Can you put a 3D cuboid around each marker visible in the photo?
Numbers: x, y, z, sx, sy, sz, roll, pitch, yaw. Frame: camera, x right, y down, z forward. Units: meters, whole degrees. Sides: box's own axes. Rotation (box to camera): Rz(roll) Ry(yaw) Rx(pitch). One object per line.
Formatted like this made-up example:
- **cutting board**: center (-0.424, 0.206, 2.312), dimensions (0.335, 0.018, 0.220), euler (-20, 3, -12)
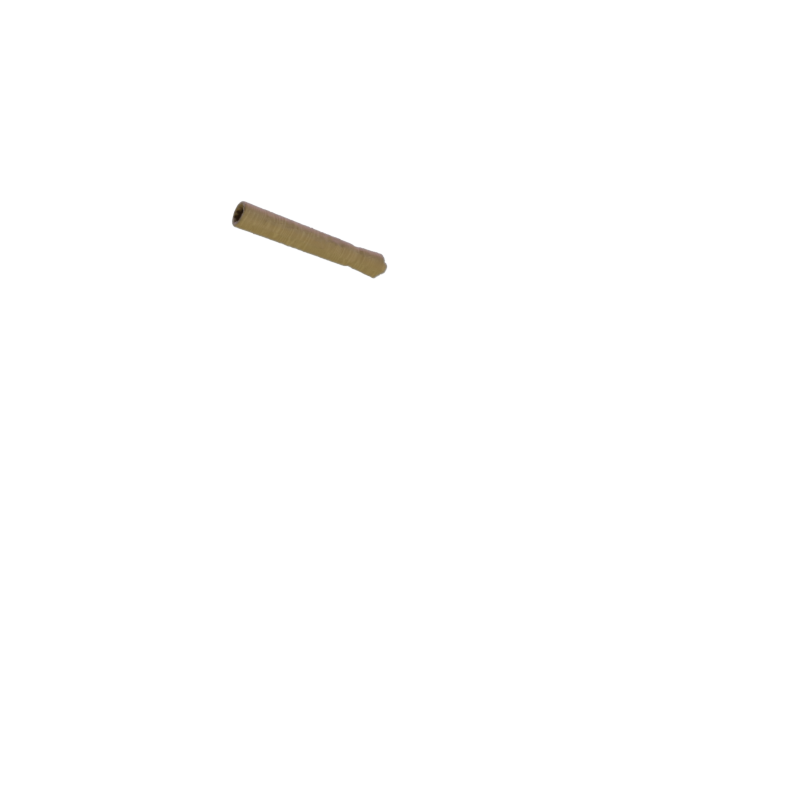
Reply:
- **marker**: center (-0.061, -0.111, 0.780), dimensions (0.115, 0.020, 0.020), euler (18, -5, -26)
